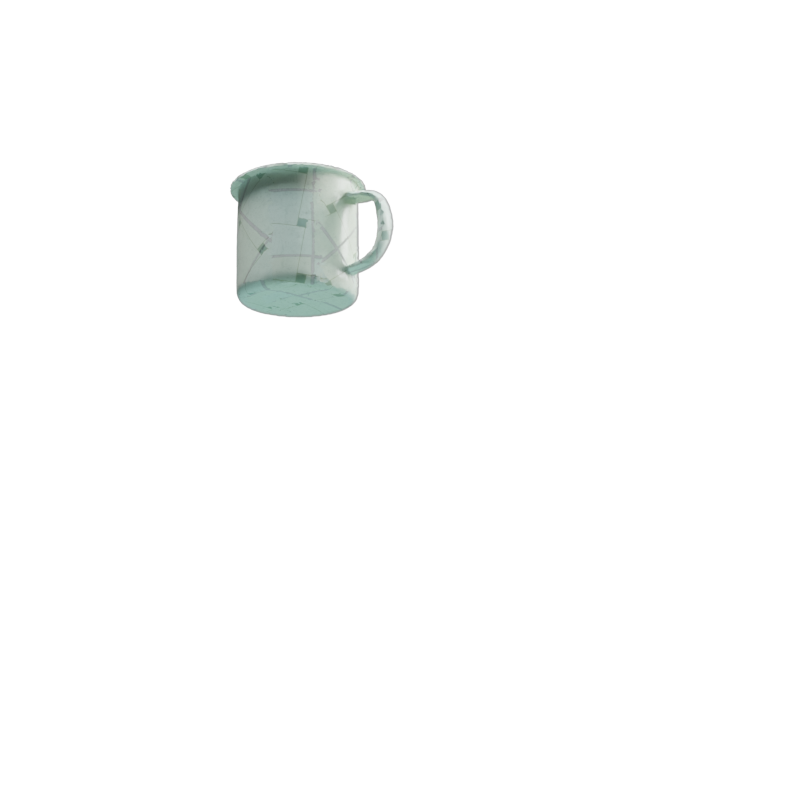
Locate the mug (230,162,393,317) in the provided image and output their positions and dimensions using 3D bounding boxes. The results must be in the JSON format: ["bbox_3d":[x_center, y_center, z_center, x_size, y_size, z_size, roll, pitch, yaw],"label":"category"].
[{"bbox_3d":[-0.058,-0.106,0.741,0.120,0.085,0.087,-8,-17,26],"label":"mug"}]
